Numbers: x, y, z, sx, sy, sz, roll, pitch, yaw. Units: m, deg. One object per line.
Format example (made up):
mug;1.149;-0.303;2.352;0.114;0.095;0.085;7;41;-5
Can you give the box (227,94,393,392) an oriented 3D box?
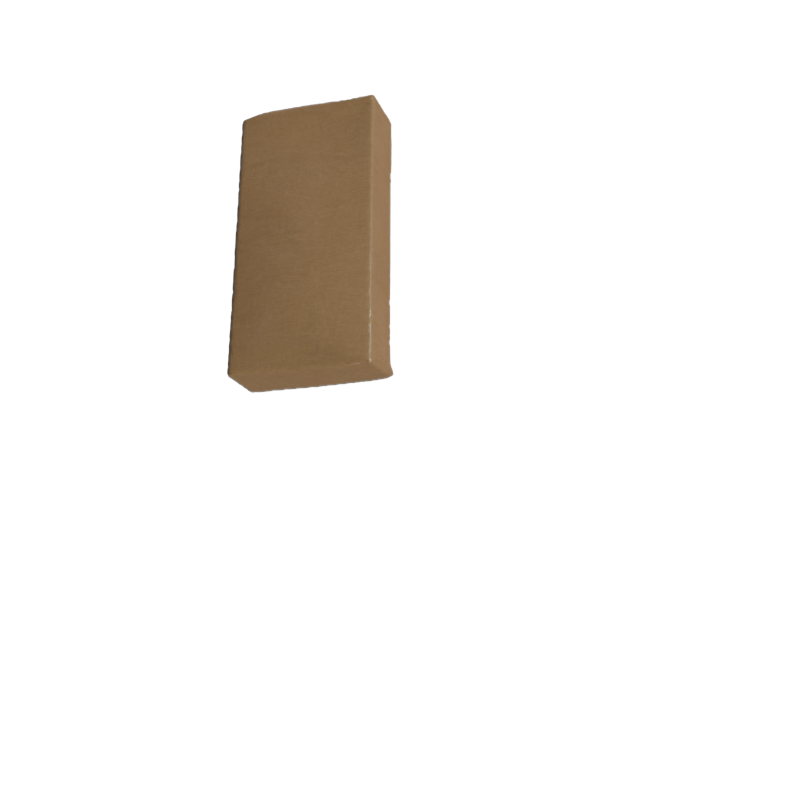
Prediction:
box;-0.054;-0.098;0.683;0.095;0.185;0.045;-8;-21;17
